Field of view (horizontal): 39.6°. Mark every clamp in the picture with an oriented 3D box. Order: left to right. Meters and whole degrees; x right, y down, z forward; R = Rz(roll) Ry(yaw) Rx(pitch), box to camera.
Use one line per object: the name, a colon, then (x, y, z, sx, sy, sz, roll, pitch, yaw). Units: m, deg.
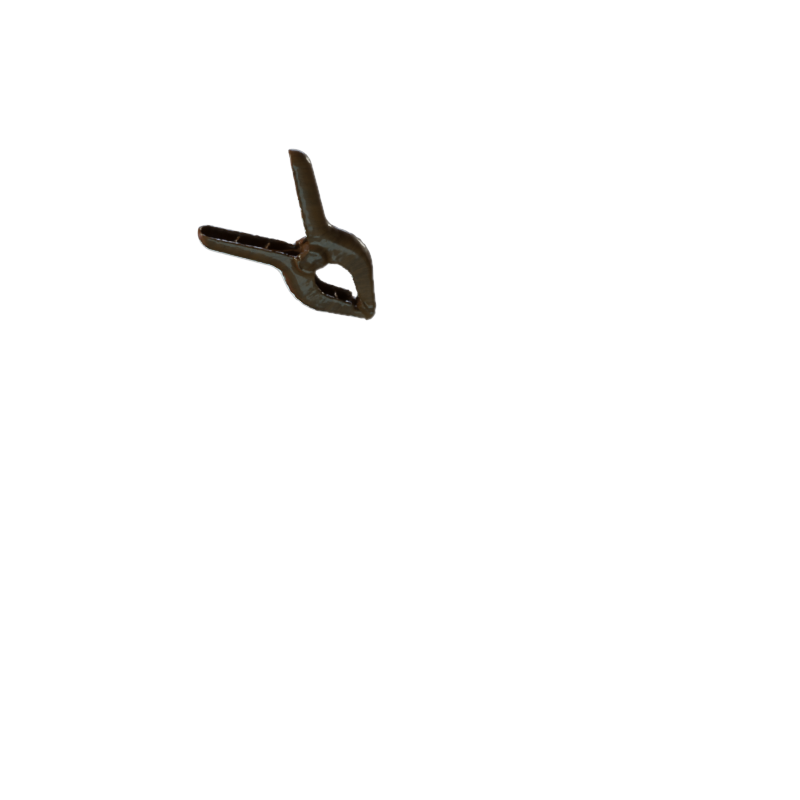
clamp: (-0.075, -0.137, 0.958, 0.163, 0.042, 0.118, 33, -59, -23)
